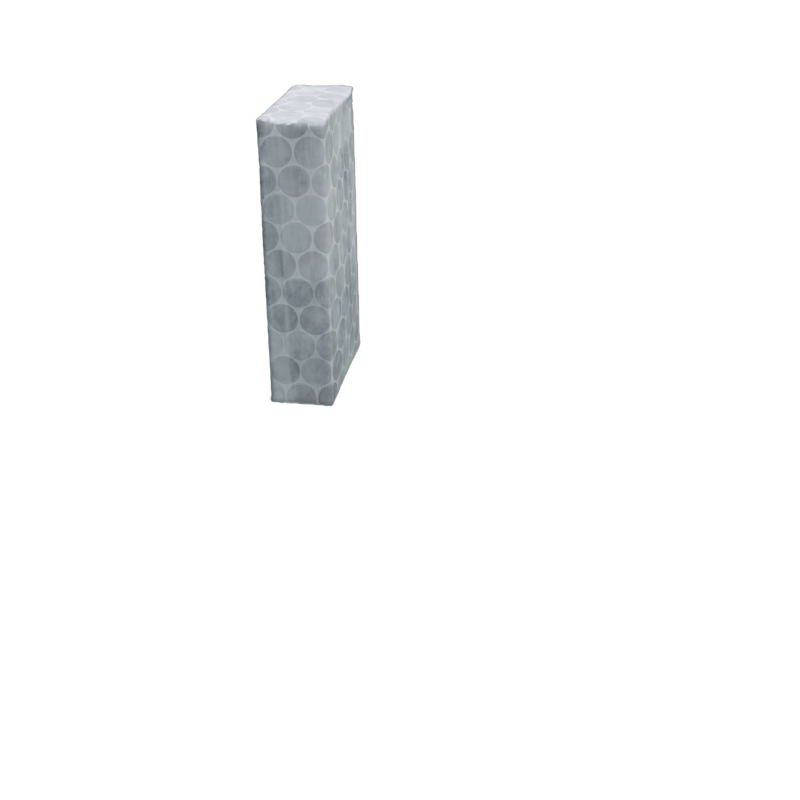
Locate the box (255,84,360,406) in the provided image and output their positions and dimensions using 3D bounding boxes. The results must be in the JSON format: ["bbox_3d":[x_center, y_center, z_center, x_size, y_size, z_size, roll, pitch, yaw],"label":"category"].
[{"bbox_3d":[-0.053,-0.096,0.675,0.049,0.168,0.097,5,24,8],"label":"box"}]
